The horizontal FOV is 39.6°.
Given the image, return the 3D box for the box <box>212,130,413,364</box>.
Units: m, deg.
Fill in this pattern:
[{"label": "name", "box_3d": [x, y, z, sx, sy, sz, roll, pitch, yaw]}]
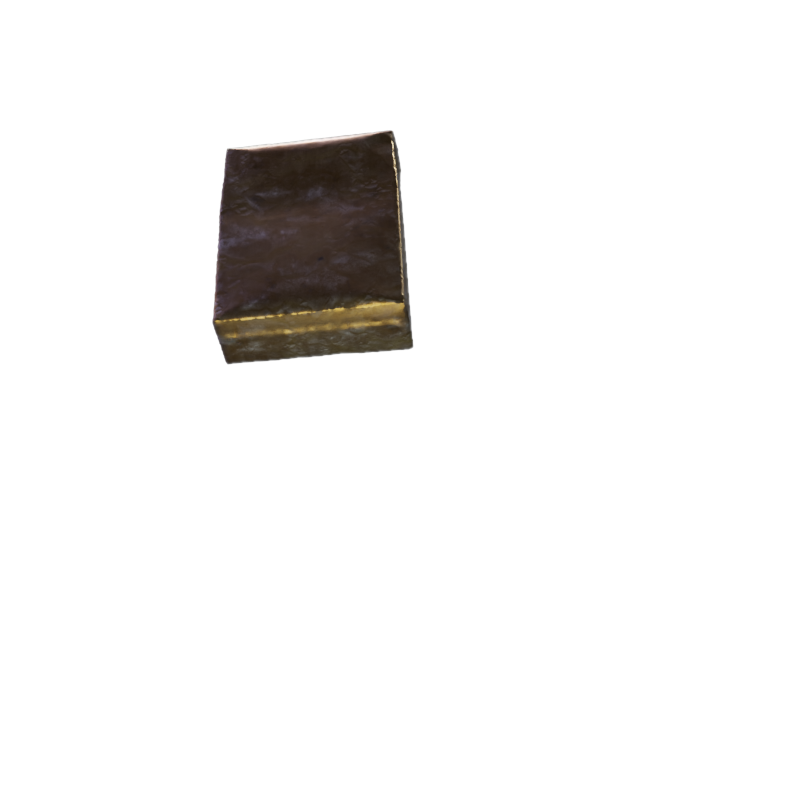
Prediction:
[{"label": "box", "box_3d": [-0.078, -0.142, 0.994, 0.165, 0.229, 0.066, -6, -38, 5]}]
